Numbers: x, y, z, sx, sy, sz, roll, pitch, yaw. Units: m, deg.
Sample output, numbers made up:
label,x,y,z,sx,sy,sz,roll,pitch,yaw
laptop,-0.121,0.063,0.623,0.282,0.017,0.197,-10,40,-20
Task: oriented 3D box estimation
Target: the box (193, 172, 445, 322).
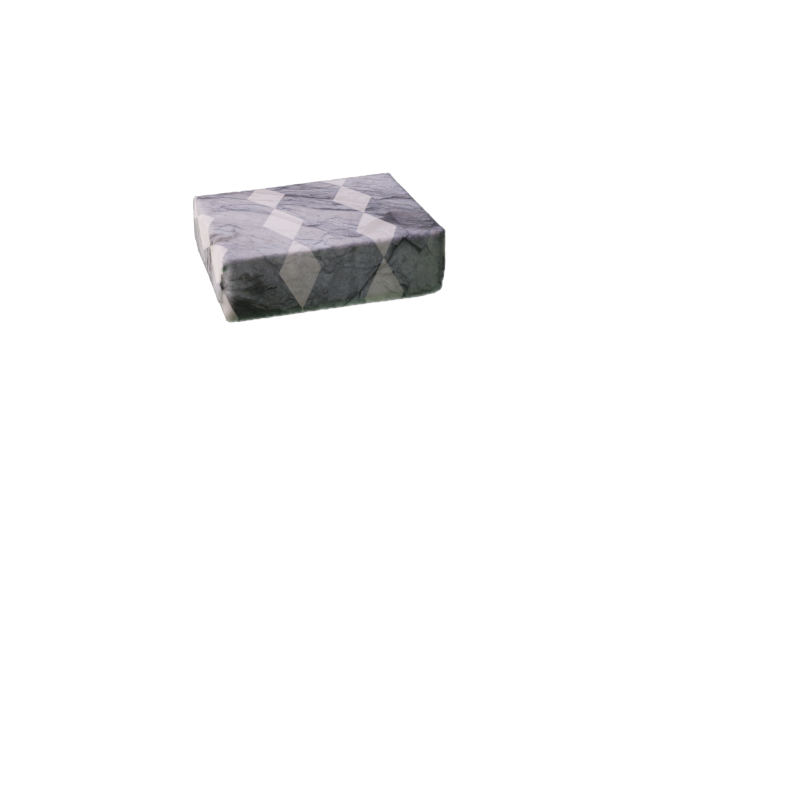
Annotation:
label,x,y,z,sx,sy,sz,roll,pitch,yaw
box,-0.044,-0.081,0.567,0.112,0.037,0.096,-8,30,-14
